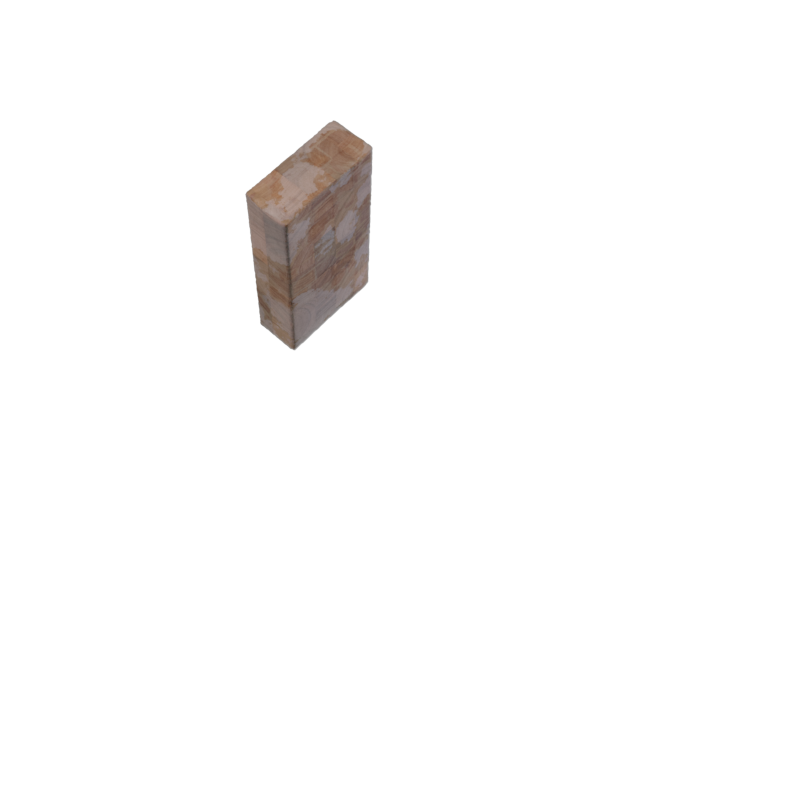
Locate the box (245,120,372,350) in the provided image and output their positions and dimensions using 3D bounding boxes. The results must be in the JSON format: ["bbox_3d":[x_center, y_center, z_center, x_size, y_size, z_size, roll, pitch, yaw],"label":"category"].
[{"bbox_3d":[-0.065,-0.119,0.835,0.050,0.095,0.166,39,-23,14],"label":"box"}]
